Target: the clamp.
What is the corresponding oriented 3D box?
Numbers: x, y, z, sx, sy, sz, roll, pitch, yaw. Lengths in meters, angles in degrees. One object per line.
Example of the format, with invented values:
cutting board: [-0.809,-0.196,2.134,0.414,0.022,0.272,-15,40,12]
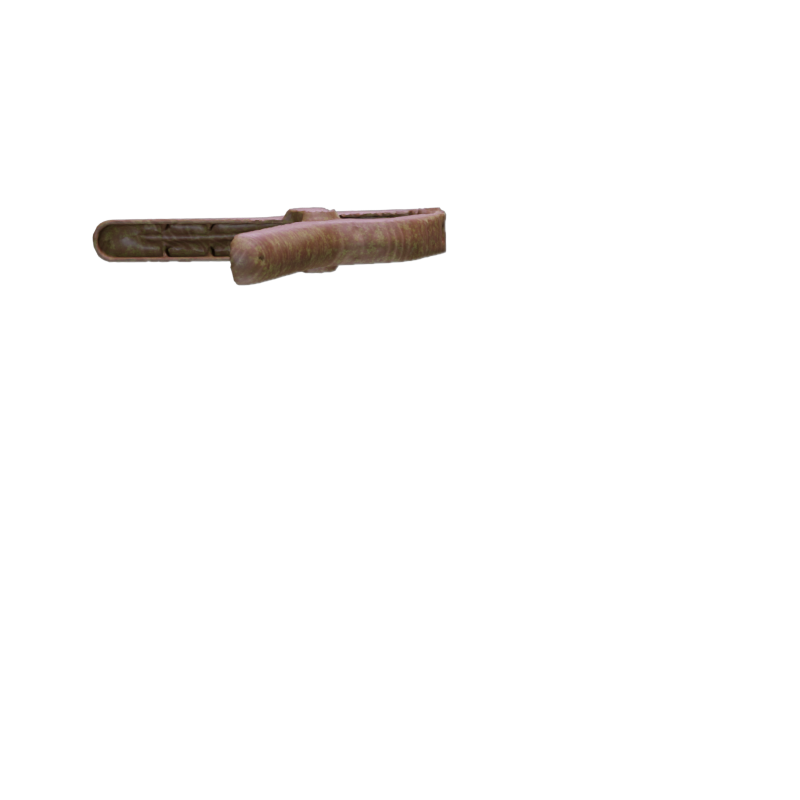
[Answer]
clamp: [-0.049,-0.090,0.628,0.204,0.036,0.173,-8,15,-30]
